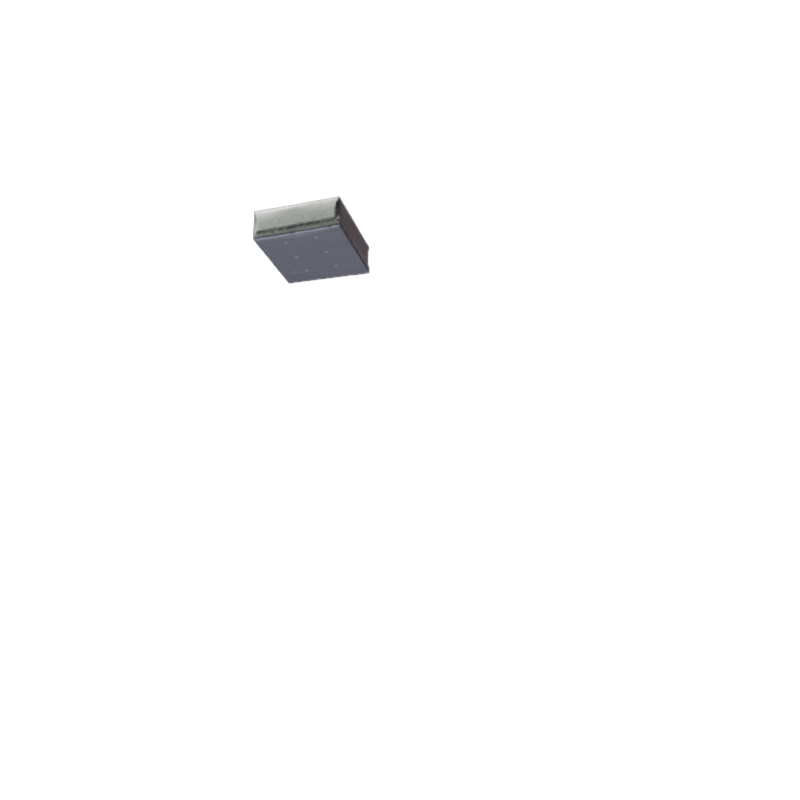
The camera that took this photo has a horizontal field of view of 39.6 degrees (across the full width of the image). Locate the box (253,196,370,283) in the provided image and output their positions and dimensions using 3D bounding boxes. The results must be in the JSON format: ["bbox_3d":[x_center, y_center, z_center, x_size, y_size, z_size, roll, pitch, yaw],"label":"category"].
[{"bbox_3d":[-0.071,-0.130,0.909,0.074,0.032,0.083,-7,-23,15],"label":"box"}]
